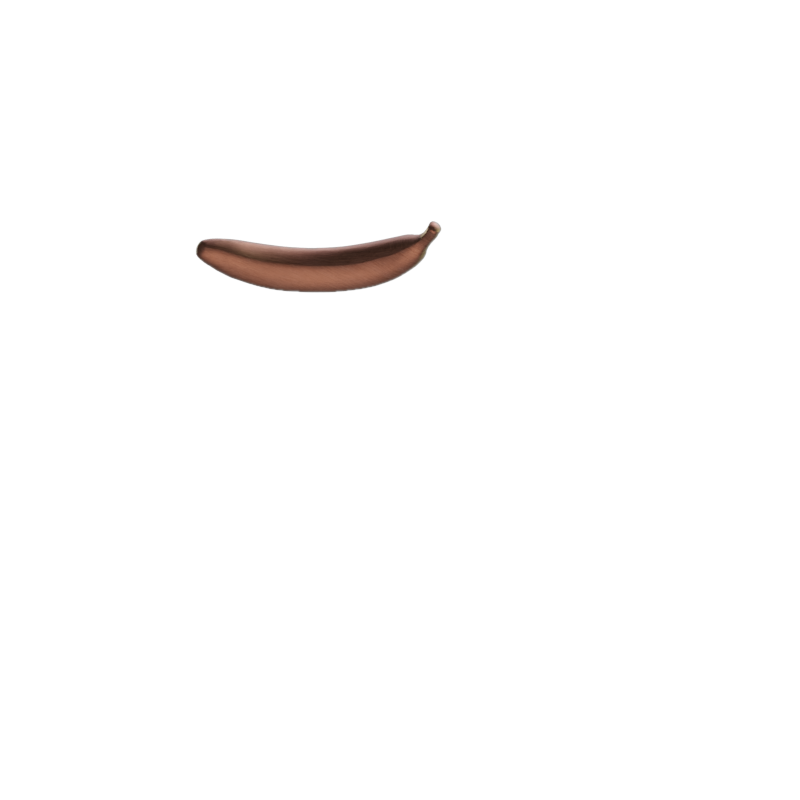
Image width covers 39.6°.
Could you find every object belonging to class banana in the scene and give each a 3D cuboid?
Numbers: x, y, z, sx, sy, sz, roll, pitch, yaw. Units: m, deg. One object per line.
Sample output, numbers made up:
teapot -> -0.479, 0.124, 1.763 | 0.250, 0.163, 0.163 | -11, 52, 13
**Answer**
banana -> -0.065, -0.117, 0.908 | 0.199, 0.039, 0.064 | -5, -44, 5
